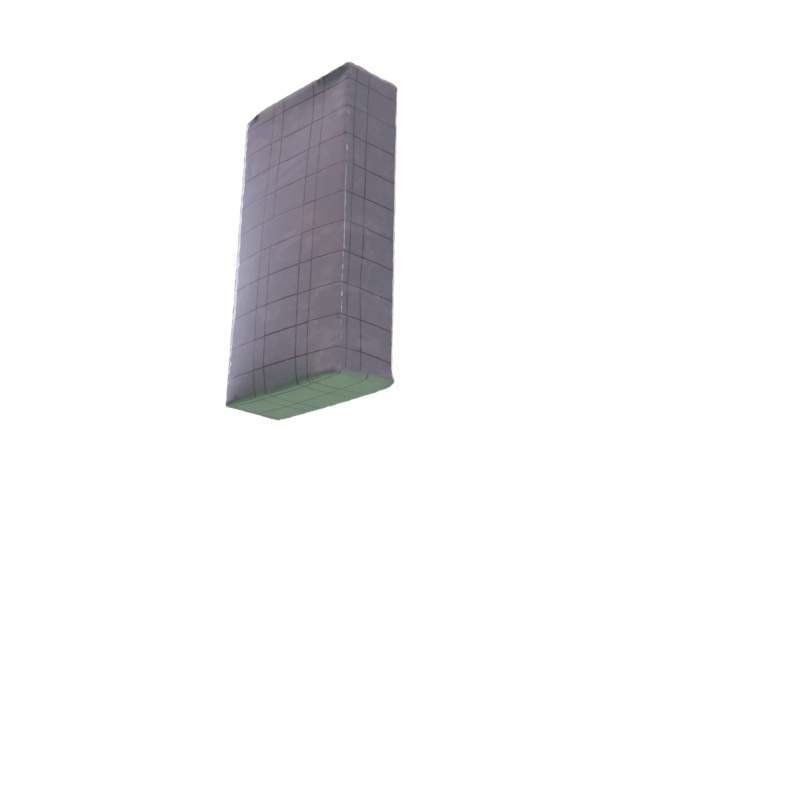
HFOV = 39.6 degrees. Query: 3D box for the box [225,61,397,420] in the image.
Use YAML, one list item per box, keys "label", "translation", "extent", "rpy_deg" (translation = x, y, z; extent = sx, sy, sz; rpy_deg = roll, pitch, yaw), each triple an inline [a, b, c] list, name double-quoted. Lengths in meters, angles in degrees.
- label: "box"
  translation: [-0.047, -0.086, 0.601]
  extent: [0.045, 0.185, 0.094]
  rpy_deg: [19, -28, -41]
